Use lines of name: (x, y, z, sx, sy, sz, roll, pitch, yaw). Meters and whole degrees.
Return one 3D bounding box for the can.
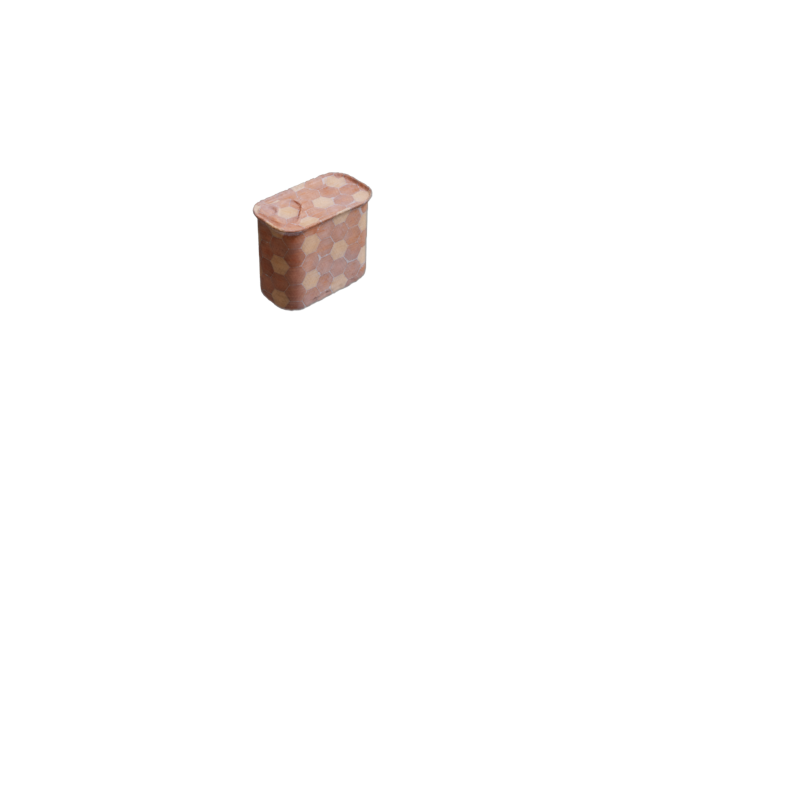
can: (-0.074, -0.134, 0.942, 0.102, 0.078, 0.062, -29, 47, -33)
